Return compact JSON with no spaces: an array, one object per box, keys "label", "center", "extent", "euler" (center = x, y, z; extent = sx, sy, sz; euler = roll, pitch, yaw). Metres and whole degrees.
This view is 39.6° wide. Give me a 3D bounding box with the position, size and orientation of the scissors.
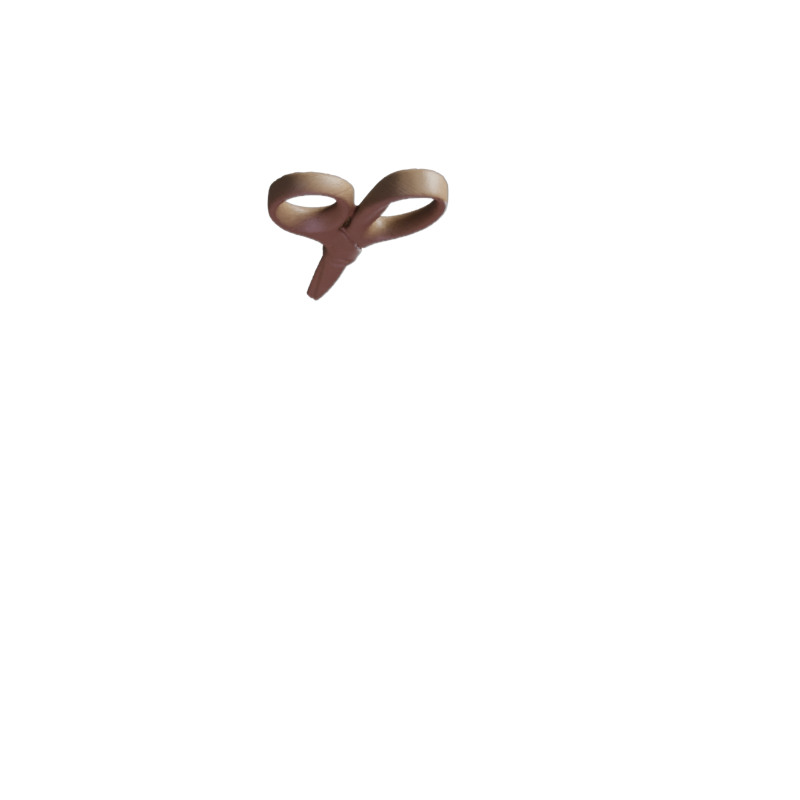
[{"label":"scissors","center":[-0.047,-0.085,0.598],"extent":[0.093,0.016,0.202],"euler":[6,-13,-27]}]
